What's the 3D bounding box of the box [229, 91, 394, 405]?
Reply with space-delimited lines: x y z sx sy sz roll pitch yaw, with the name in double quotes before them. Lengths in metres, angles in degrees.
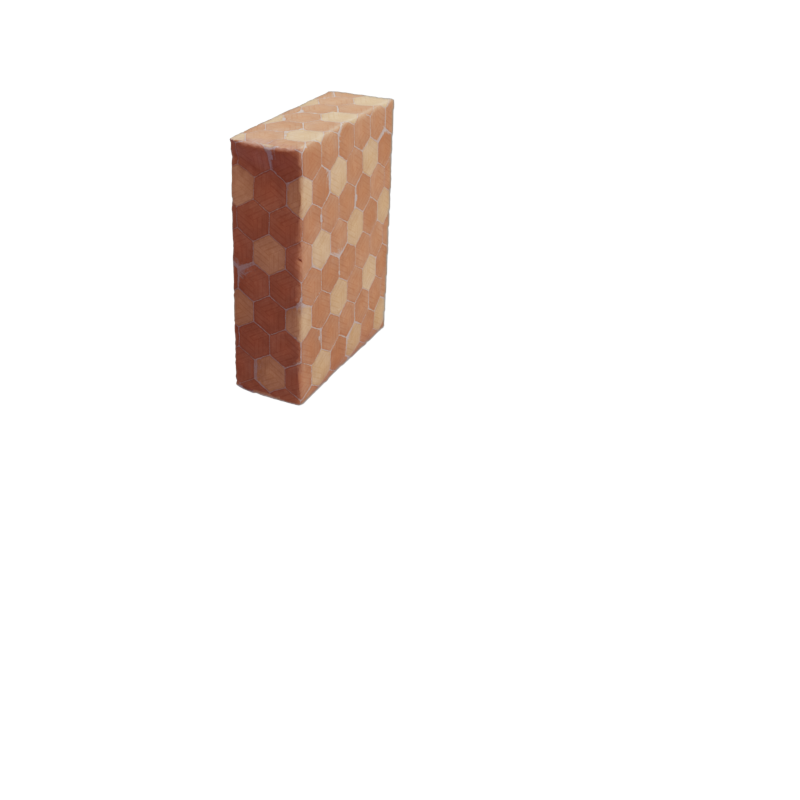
"box" -0.071 -0.130 0.908 0.075 0.203 0.166 12 27 21
